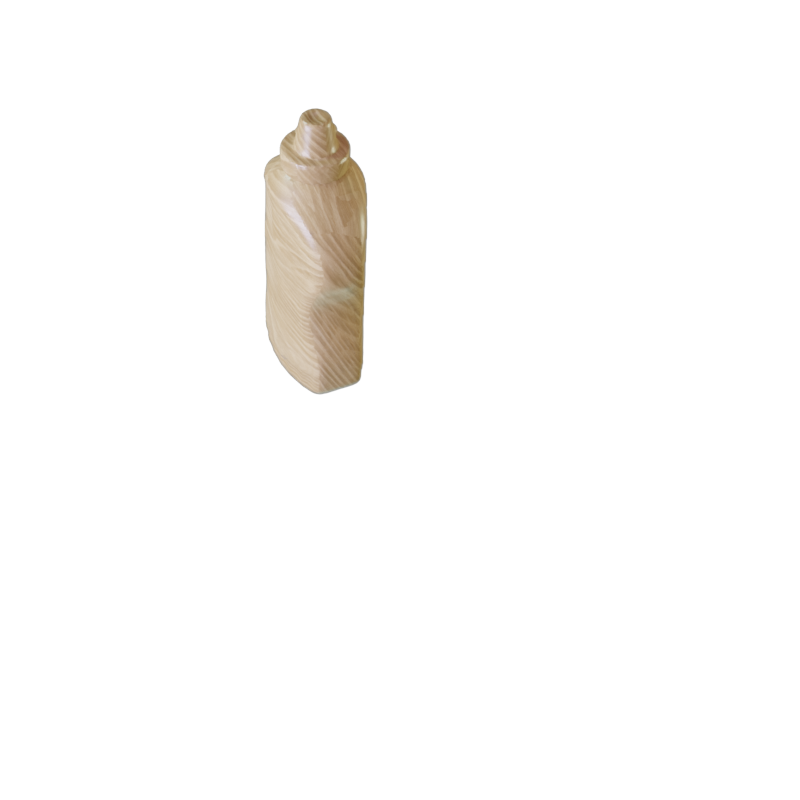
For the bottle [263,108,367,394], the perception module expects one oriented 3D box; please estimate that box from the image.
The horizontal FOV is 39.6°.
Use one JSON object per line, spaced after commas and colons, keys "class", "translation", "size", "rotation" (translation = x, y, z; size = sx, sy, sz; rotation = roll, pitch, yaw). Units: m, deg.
{"class": "bottle", "translation": [-0.053, -0.098, 0.687], "size": [0.058, 0.104, 0.179], "rotation": [-14, -41, -16]}
